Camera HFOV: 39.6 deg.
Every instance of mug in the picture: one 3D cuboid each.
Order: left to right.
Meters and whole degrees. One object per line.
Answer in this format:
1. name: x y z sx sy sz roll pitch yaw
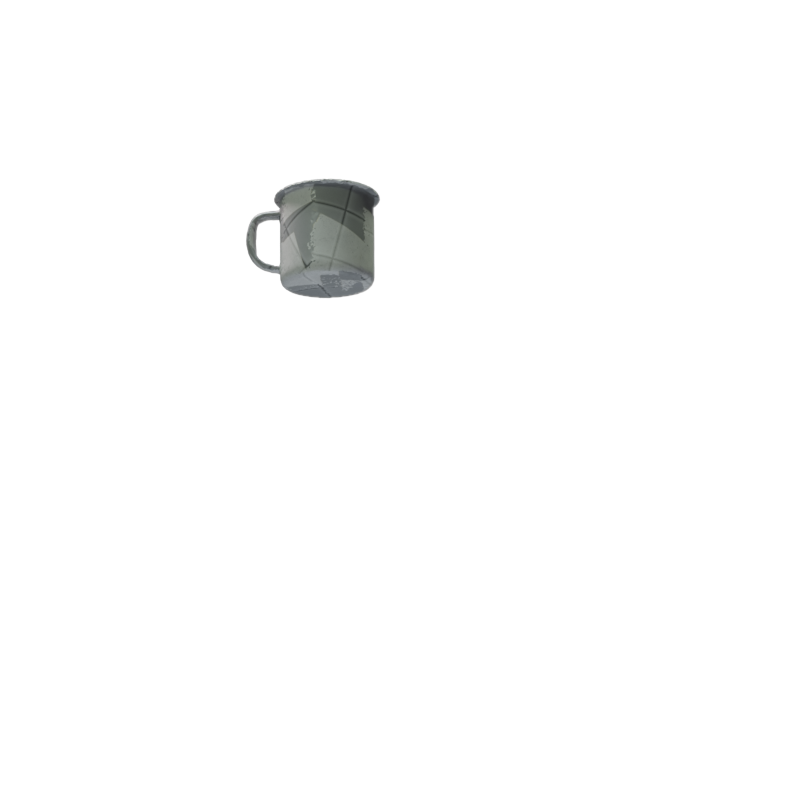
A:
1. mug: -0.075 -0.138 0.963 0.117 0.085 0.090 0 -15 -2
